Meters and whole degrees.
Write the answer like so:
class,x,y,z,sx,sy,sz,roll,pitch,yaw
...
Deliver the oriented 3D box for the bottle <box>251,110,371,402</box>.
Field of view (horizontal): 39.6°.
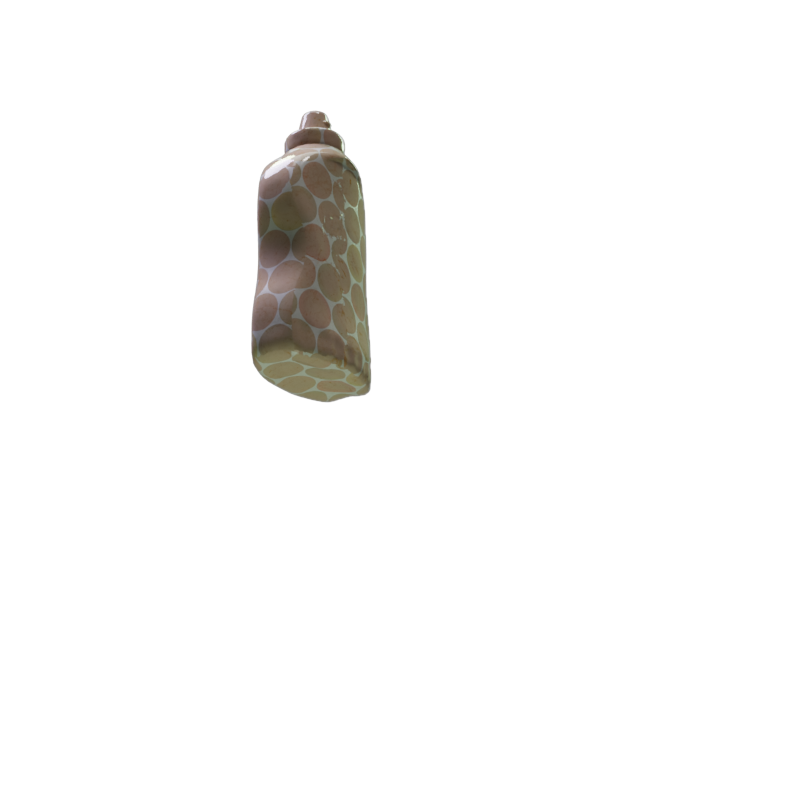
class,x,y,z,sx,sy,sz,roll,pitch,yaw
bottle,-0.056,-0.102,0.717,0.059,0.203,0.089,-16,-28,27
